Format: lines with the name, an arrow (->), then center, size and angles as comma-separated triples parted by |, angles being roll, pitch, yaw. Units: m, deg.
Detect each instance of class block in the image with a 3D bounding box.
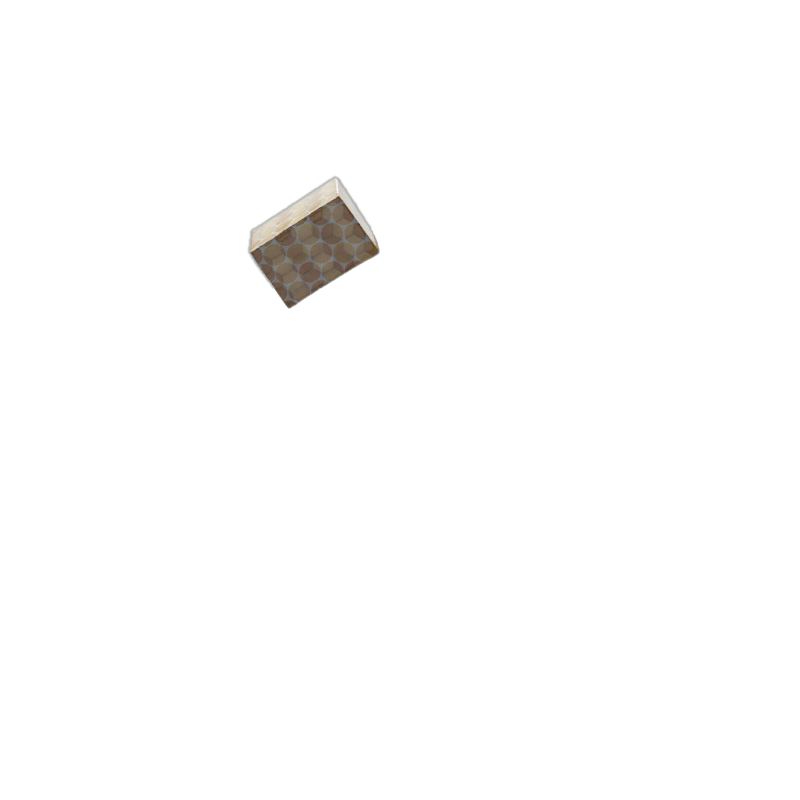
block -> -0.062, -0.113, 0.790 | 0.078, 0.050, 0.054 | -30, 20, 10
